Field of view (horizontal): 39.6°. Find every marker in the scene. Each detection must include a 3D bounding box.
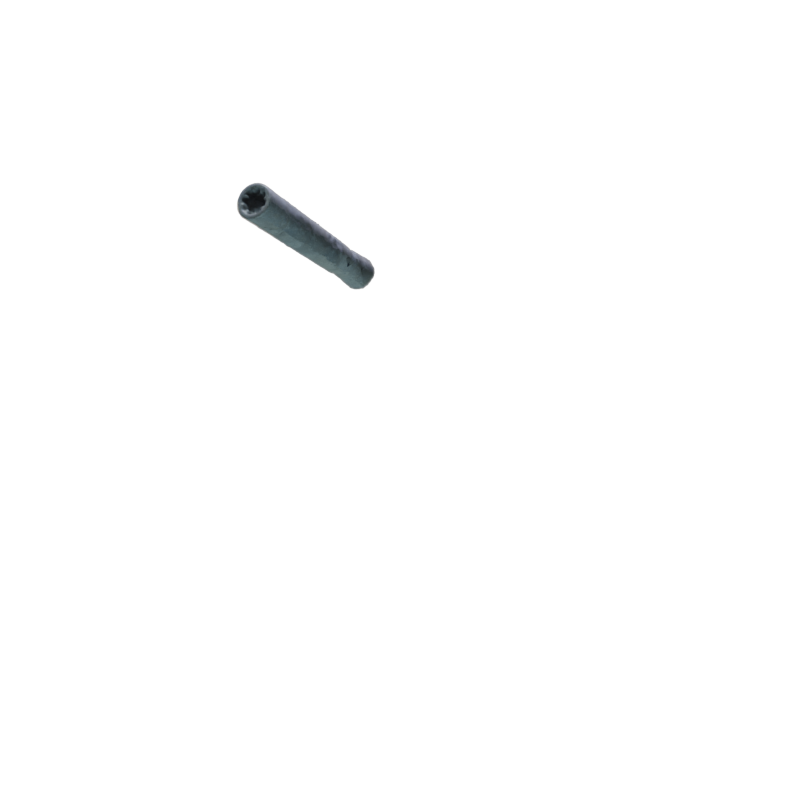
[{"bbox_3d":[-0.045,-0.082,0.572,0.020,0.020,0.113,2,-12,27],"label":"marker"}]
